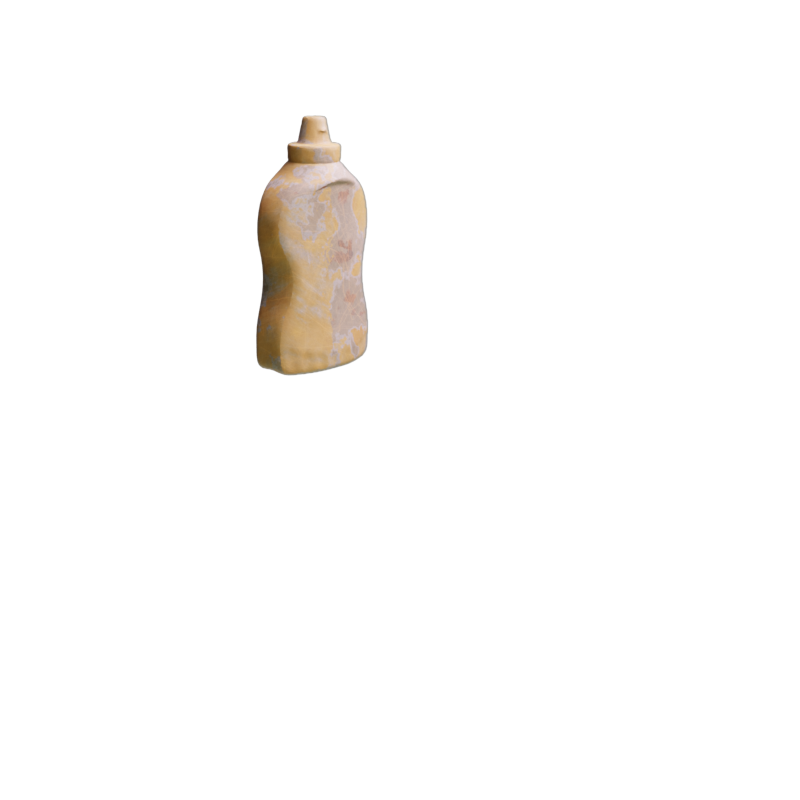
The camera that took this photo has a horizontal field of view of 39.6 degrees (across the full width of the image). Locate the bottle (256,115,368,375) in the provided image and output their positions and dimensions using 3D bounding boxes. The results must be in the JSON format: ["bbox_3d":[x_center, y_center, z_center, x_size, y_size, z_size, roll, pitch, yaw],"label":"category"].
[{"bbox_3d":[-0.066,-0.121,0.849,0.093,0.187,0.061,-11,16,-43],"label":"bottle"}]
